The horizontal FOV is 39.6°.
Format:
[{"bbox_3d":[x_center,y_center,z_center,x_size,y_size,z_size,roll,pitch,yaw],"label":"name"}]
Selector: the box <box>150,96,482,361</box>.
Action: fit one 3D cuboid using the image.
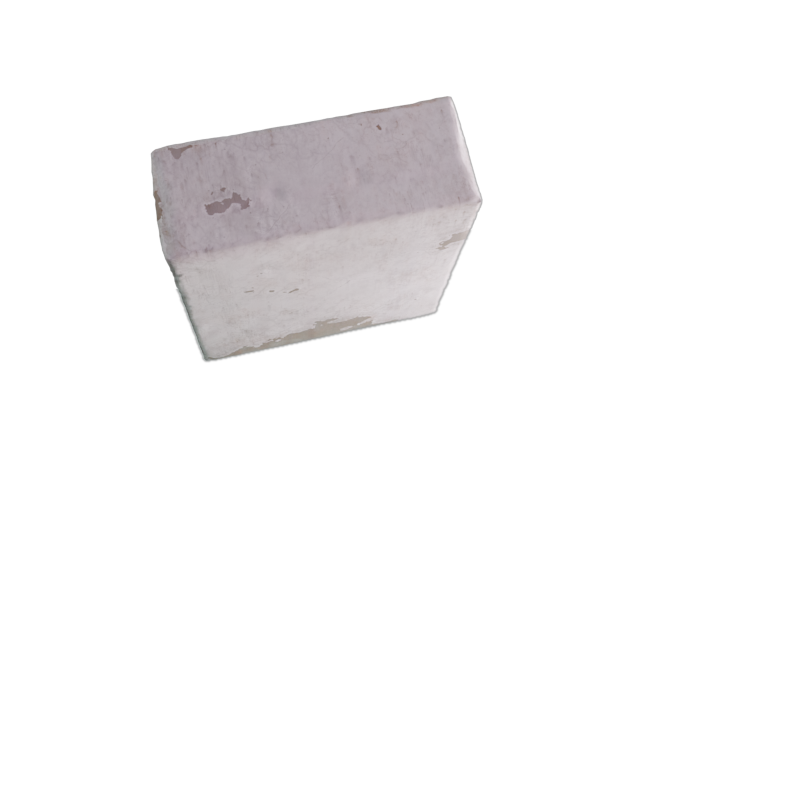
[{"bbox_3d":[-0.052,-0.094,0.660,0.163,0.075,0.206,-12,-12,-6],"label":"box"}]
